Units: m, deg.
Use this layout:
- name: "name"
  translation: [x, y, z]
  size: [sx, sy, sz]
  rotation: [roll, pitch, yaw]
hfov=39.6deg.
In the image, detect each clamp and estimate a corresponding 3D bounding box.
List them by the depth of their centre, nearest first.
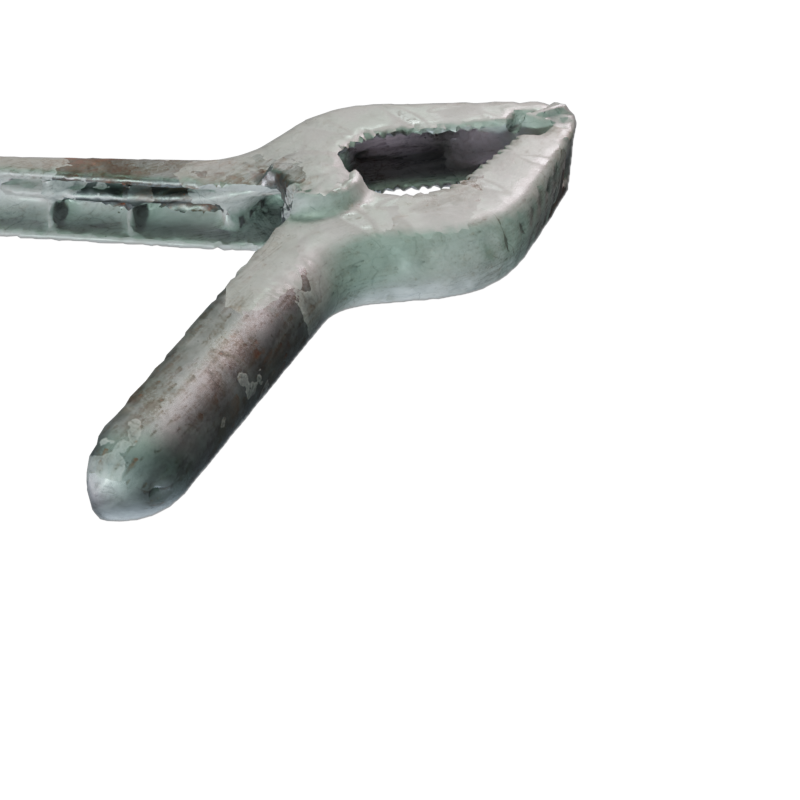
- name: "clamp"
  translation: [-0.026, -0.047, 0.332]
  size: [0.207, 0.034, 0.178]
  rotation: [-16, 41, -19]
